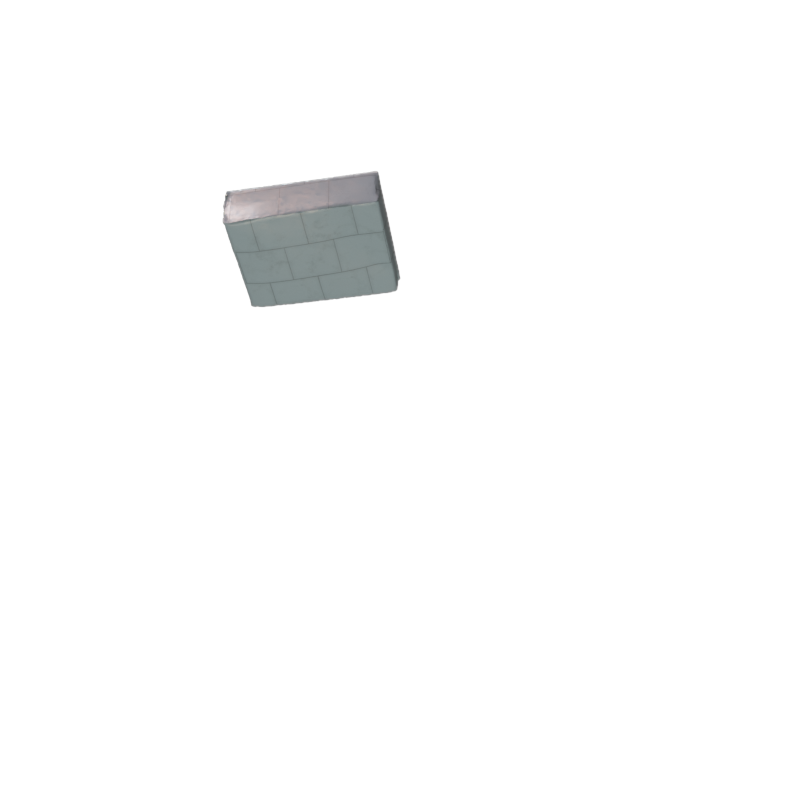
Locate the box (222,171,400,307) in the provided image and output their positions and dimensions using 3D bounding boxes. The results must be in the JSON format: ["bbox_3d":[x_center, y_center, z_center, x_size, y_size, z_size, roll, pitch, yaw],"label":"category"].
[{"bbox_3d":[-0.062,-0.114,0.797,0.114,0.042,0.083,-7,-45,7],"label":"box"}]
